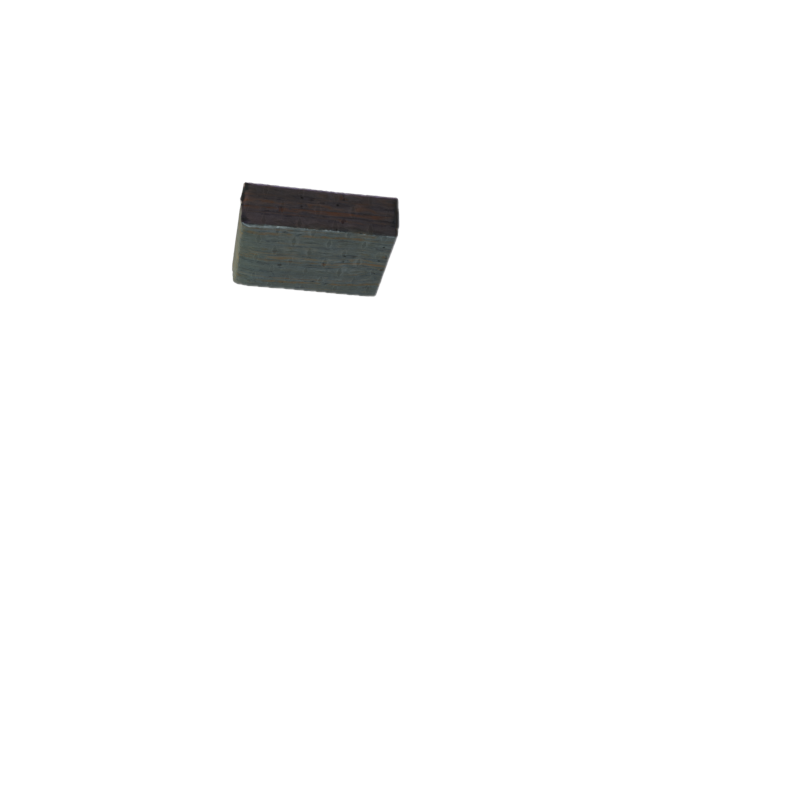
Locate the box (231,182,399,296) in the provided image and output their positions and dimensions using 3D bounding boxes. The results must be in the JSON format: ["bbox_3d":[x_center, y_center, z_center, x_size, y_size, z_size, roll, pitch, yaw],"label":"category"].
[{"bbox_3d":[-0.063,-0.115,0.806,0.112,0.041,0.085,4,-27,-8],"label":"box"}]
